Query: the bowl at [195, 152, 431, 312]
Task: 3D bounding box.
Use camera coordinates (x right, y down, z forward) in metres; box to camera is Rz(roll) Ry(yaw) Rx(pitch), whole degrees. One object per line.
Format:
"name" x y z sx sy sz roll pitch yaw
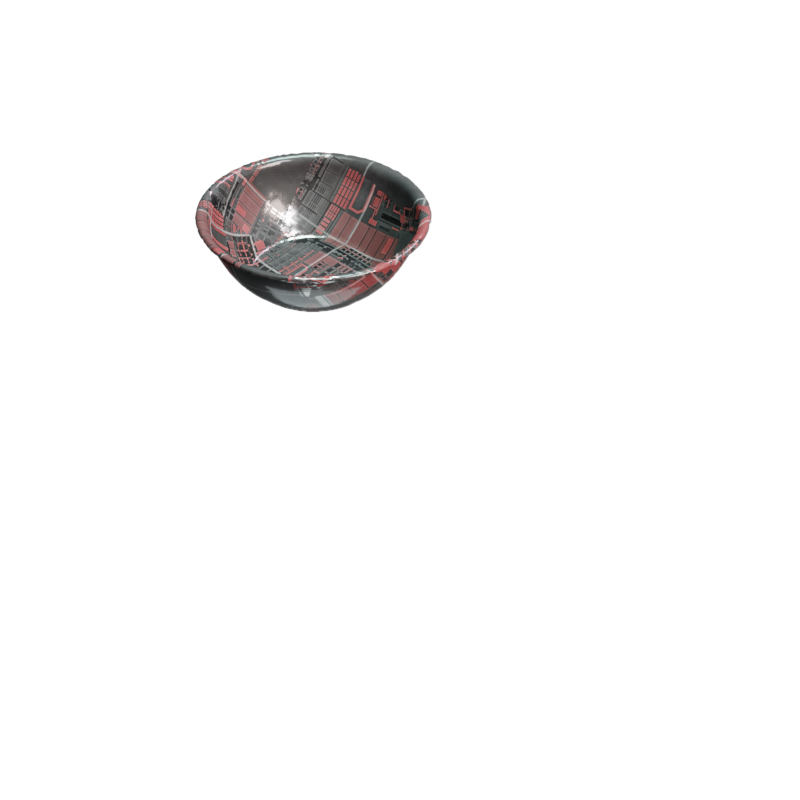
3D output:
"bowl" -0.061 -0.110 0.774 0.162 0.051 0.174 -1 40 -2
